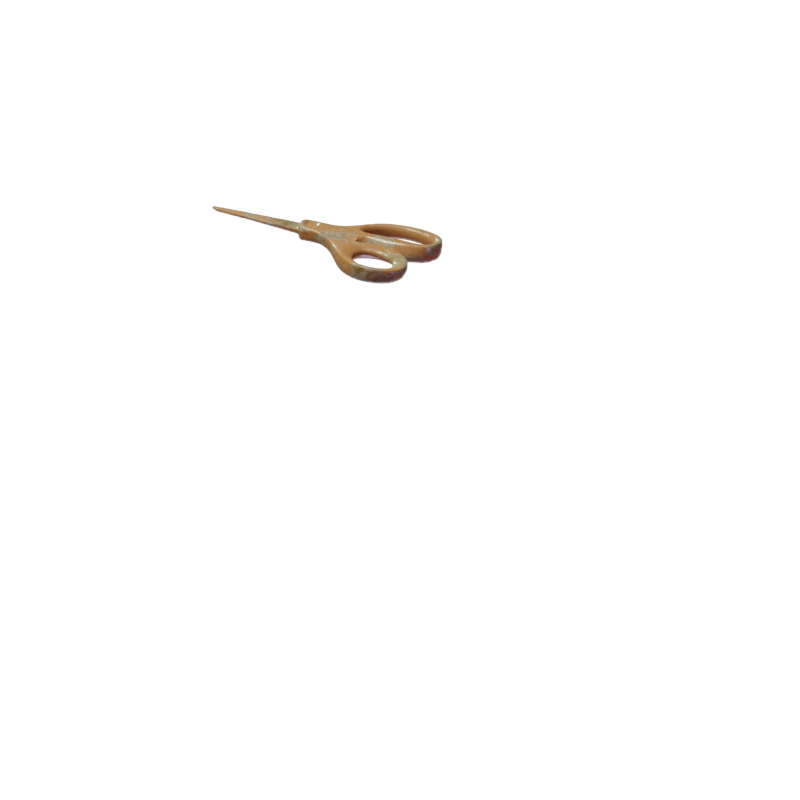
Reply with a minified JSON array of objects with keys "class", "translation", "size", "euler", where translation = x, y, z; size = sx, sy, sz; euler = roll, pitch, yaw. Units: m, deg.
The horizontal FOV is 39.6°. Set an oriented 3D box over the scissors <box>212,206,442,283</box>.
[{"class":"scissors","translation":[-0.069,-0.126,0.884],"size":[0.206,0.015,0.100],"euler":[8,31,12]}]
